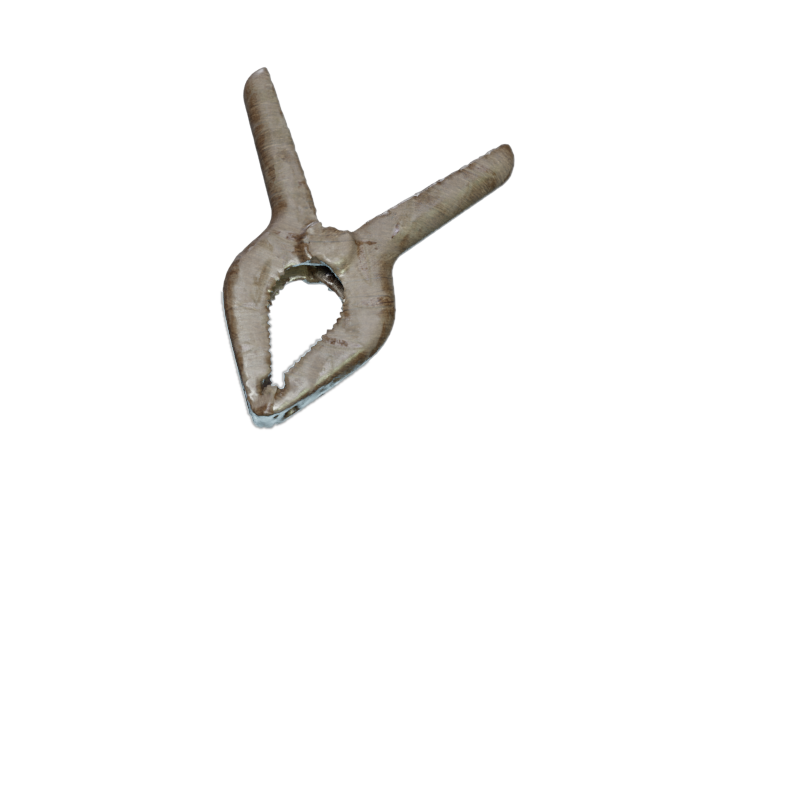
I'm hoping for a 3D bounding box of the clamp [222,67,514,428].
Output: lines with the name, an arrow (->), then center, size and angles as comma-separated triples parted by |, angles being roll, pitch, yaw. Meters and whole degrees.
clamp -> -0.048, -0.088, 0.618 | 0.168, 0.217, 0.034 | 23, -22, 10
